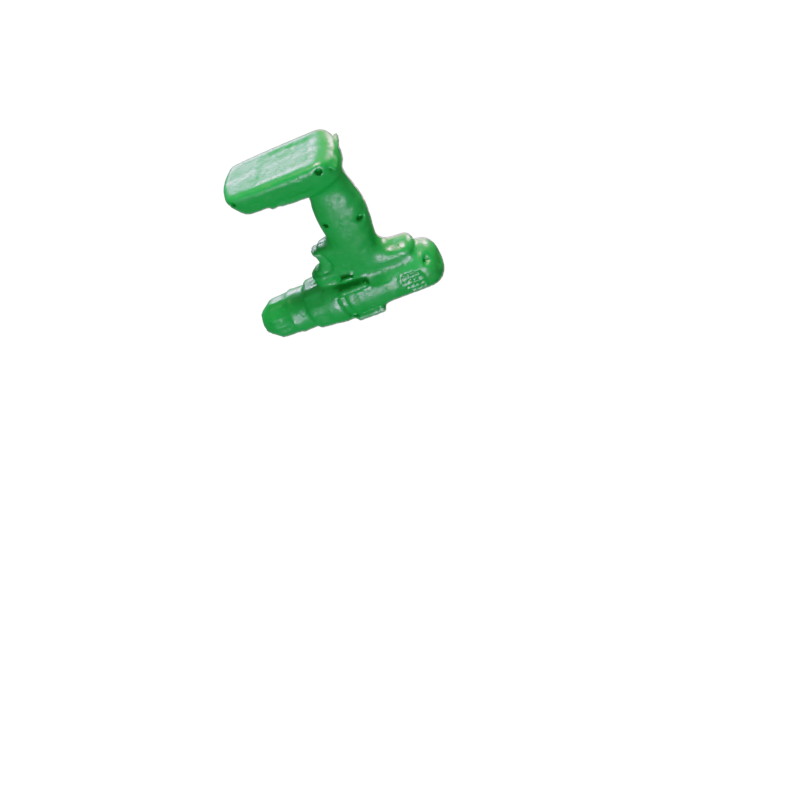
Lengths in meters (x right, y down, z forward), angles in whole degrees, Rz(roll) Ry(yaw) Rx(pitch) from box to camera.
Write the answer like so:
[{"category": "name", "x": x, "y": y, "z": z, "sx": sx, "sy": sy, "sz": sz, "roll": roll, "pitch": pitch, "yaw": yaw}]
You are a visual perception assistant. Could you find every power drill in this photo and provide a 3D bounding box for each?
[{"category": "power drill", "x": -0.078, "y": -0.141, "z": 0.990, "sx": 0.185, "sy": 0.062, "sz": 0.173, "roll": -21, "pitch": -48, "yaw": 20}]
